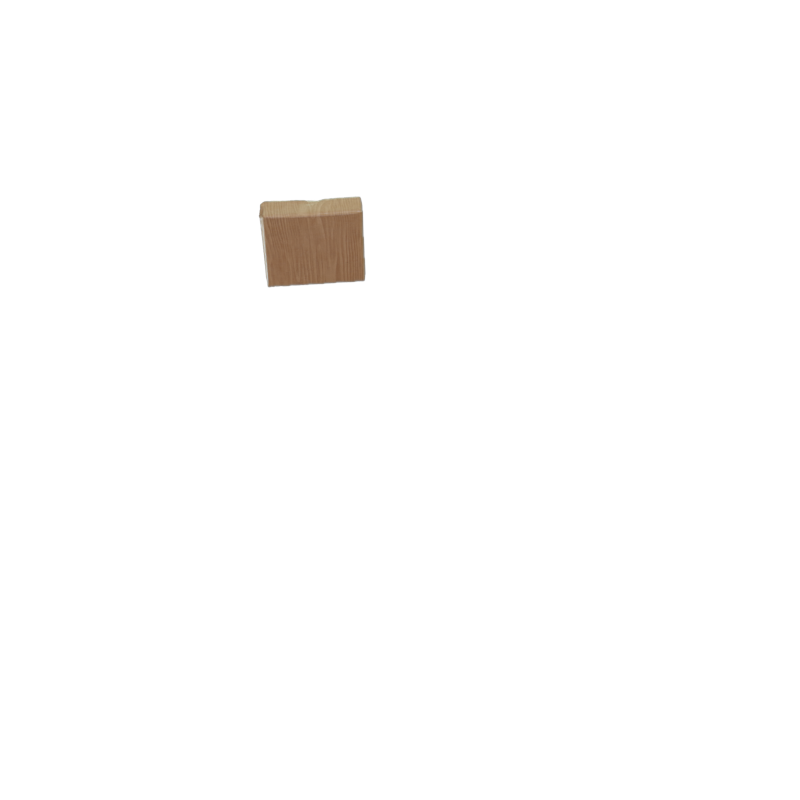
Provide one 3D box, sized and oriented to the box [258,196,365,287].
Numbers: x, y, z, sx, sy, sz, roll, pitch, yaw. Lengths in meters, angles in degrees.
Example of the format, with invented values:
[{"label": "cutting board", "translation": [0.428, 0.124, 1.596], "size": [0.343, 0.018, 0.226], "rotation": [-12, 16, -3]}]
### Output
[{"label": "box", "translation": [-0.076, -0.139, 0.971], "size": [0.089, 0.068, 0.032], "rotation": [-3, 34, 1]}]
